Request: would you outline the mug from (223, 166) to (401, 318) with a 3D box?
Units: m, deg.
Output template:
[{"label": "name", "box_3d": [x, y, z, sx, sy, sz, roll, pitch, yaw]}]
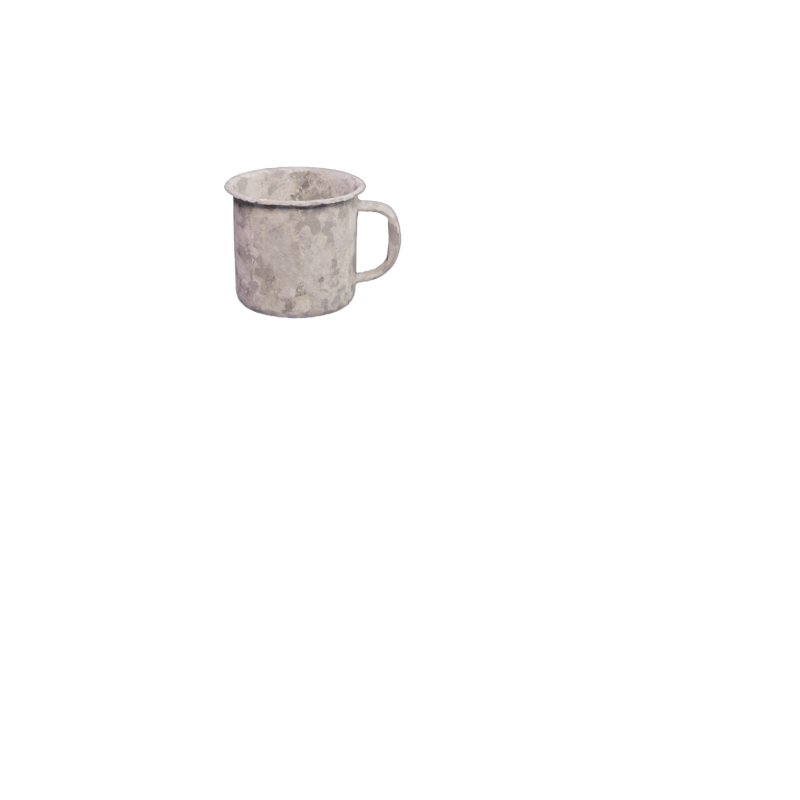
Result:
[{"label": "mug", "box_3d": [-0.058, -0.106, 0.741, 0.117, 0.078, 0.098, -1, 22, -4]}]
